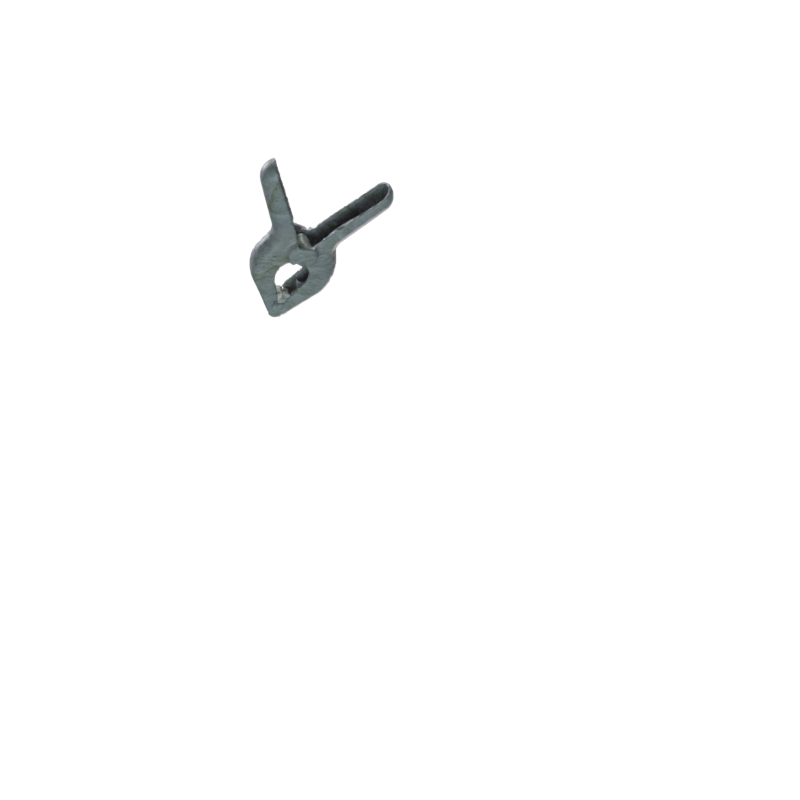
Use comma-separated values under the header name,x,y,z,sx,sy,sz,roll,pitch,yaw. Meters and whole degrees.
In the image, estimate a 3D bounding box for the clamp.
name,x,y,z,sx,sy,sz,roll,pitch,yaw
clamp,-0.078,-0.143,0.999,0.118,0.042,0.162,9,-44,-10
